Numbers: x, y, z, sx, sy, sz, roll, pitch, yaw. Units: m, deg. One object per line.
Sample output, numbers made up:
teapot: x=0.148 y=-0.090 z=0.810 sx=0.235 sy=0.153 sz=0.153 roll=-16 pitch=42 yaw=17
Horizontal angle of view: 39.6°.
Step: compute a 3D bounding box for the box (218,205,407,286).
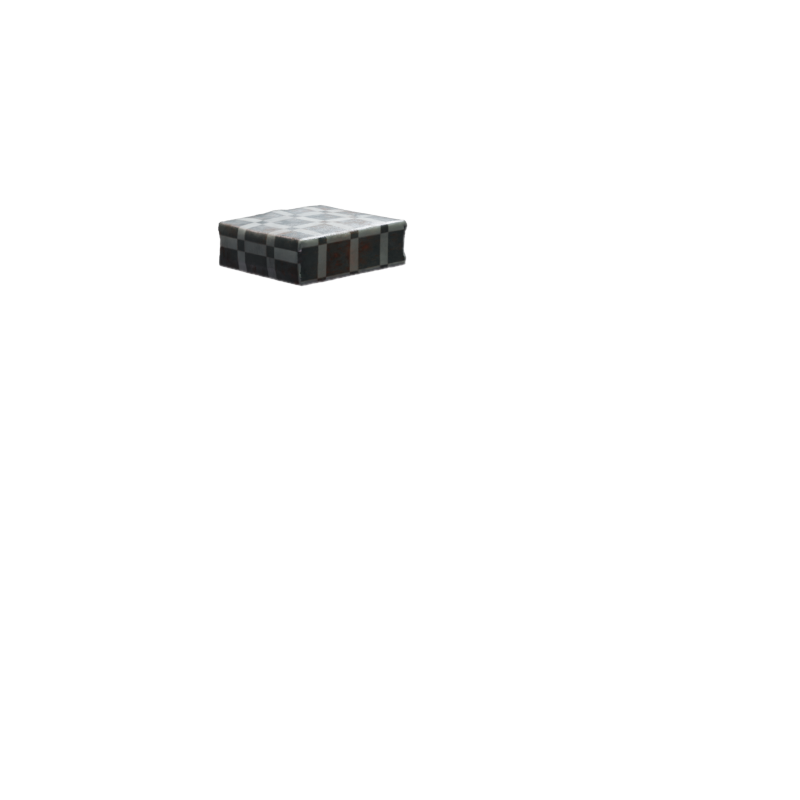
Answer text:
box: x=-0.051 y=-0.094 z=0.657 sx=0.077 sy=0.029 sz=0.087 roll=17 pitch=25 yaw=41
